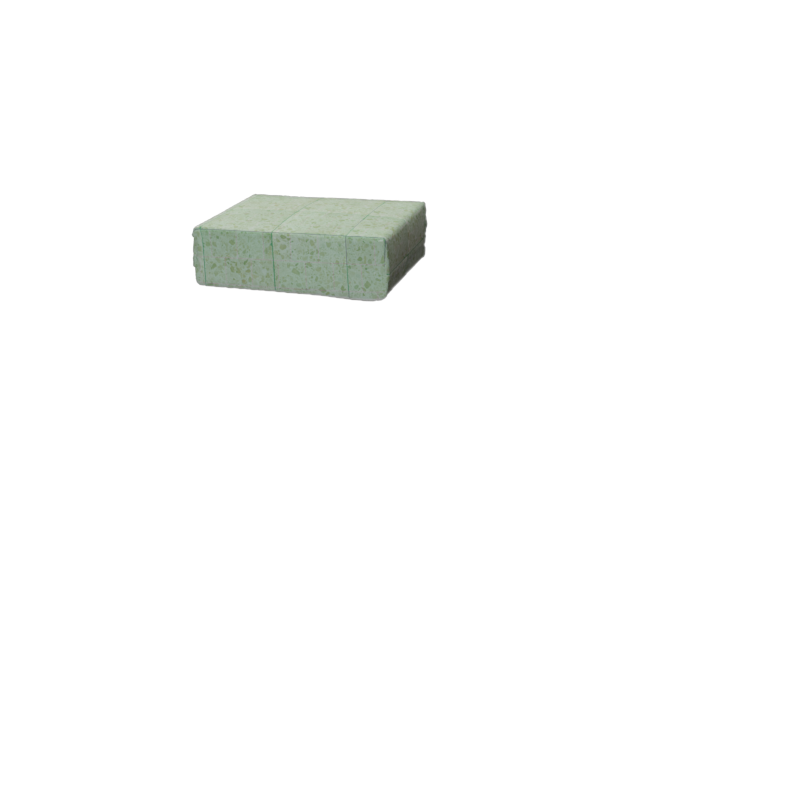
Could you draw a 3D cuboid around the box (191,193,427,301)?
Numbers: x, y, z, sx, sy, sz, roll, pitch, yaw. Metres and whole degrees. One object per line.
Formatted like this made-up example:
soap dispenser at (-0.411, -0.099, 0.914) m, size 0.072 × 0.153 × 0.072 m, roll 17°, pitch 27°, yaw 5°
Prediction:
box at (-0.050, -0.090, 0.633) m, size 0.116 × 0.037 × 0.092 m, roll 7°, pitch 23°, yaw 16°
